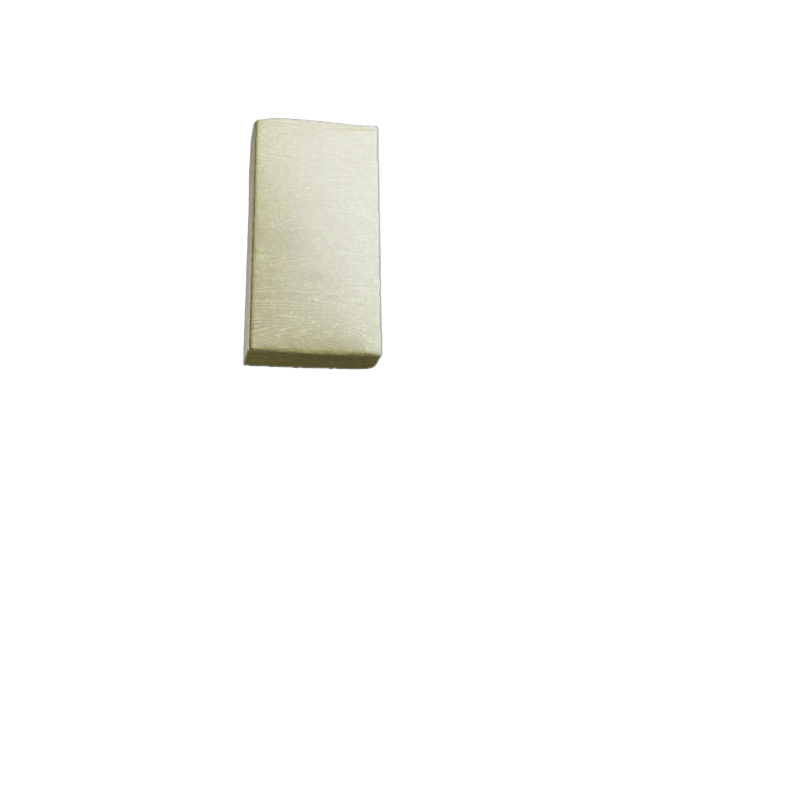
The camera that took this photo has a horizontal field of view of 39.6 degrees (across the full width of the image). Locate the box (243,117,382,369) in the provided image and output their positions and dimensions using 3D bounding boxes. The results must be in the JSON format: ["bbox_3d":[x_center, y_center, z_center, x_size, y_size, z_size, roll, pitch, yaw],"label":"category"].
[{"bbox_3d":[-0.061,-0.112,0.781,0.092,0.184,0.046,2,-20,-9],"label":"box"}]
